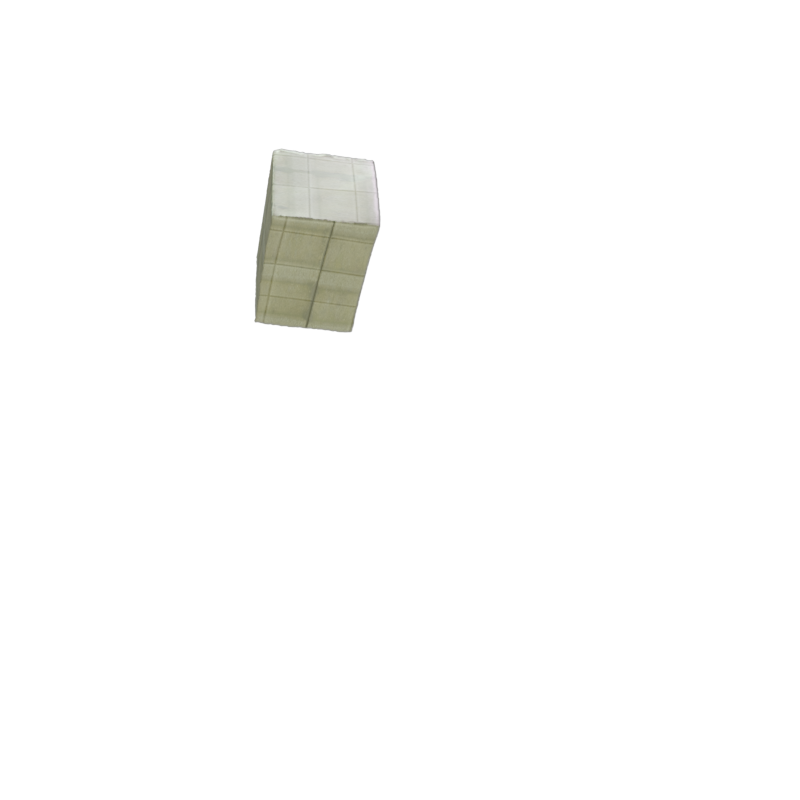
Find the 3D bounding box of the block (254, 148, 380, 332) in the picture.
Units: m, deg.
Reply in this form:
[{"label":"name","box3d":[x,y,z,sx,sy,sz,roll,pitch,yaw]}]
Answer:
[{"label":"block","box3d":[-0.044,-0.079,0.556,0.052,0.055,0.073,7,-42,-10]}]
